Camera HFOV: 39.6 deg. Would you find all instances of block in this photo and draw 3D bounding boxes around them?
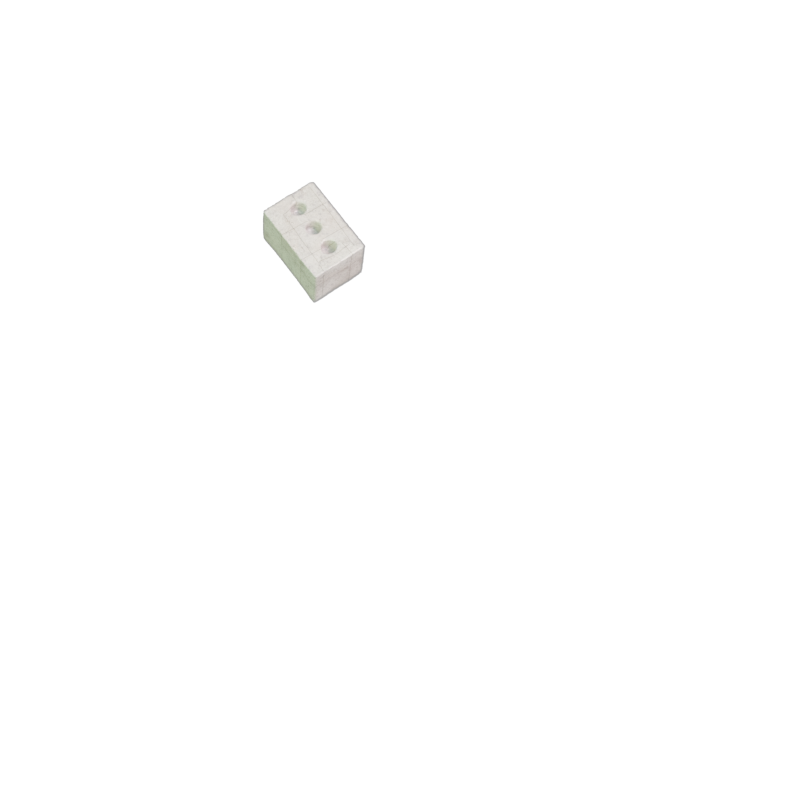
[{"bbox_3d":[-0.073,-0.133,0.929,0.053,0.082,0.048,-33,-21,-16],"label":"block"}]
